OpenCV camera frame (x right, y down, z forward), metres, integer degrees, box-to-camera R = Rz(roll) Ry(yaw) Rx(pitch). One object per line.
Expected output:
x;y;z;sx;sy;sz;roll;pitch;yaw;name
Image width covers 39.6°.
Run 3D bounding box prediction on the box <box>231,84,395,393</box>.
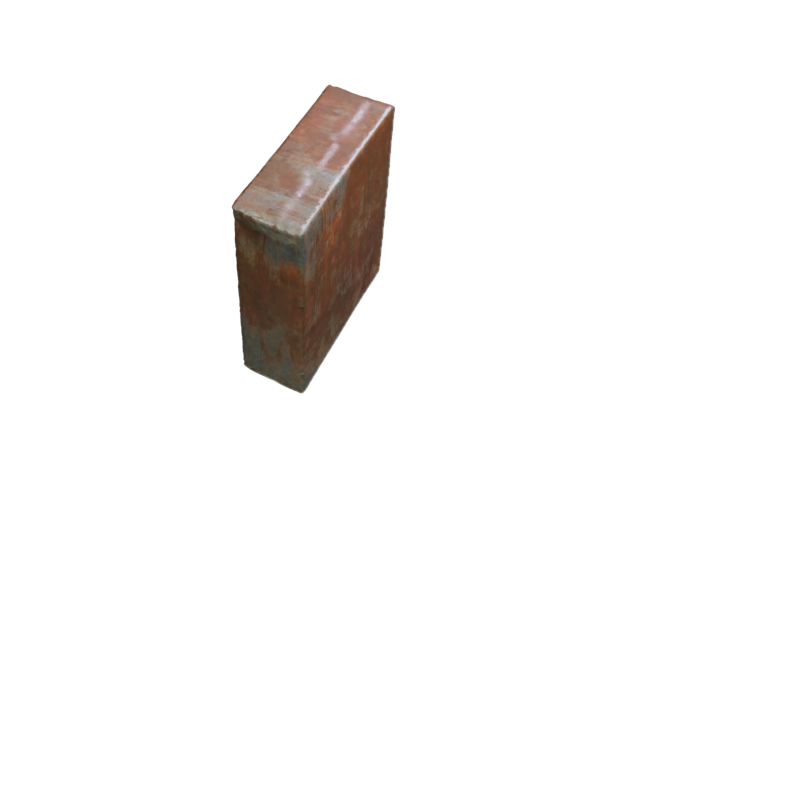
-0.074;-0.135;0.947;0.074;0.170;0.200;22;-35;12;box
